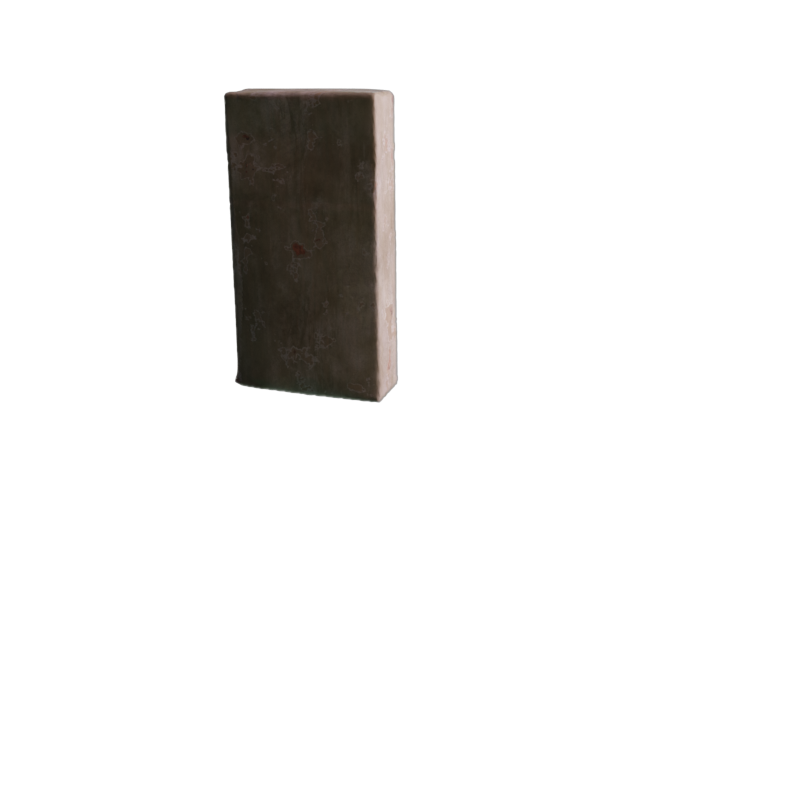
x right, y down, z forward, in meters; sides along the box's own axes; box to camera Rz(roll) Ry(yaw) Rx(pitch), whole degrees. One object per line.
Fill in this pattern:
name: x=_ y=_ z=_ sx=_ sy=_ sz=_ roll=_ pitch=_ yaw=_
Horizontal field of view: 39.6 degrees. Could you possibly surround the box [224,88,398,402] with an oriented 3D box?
box: x=-0.050 y=-0.092 z=0.645 sx=0.096 sy=0.172 sz=0.048 roll=5 pitch=11 yaw=19
